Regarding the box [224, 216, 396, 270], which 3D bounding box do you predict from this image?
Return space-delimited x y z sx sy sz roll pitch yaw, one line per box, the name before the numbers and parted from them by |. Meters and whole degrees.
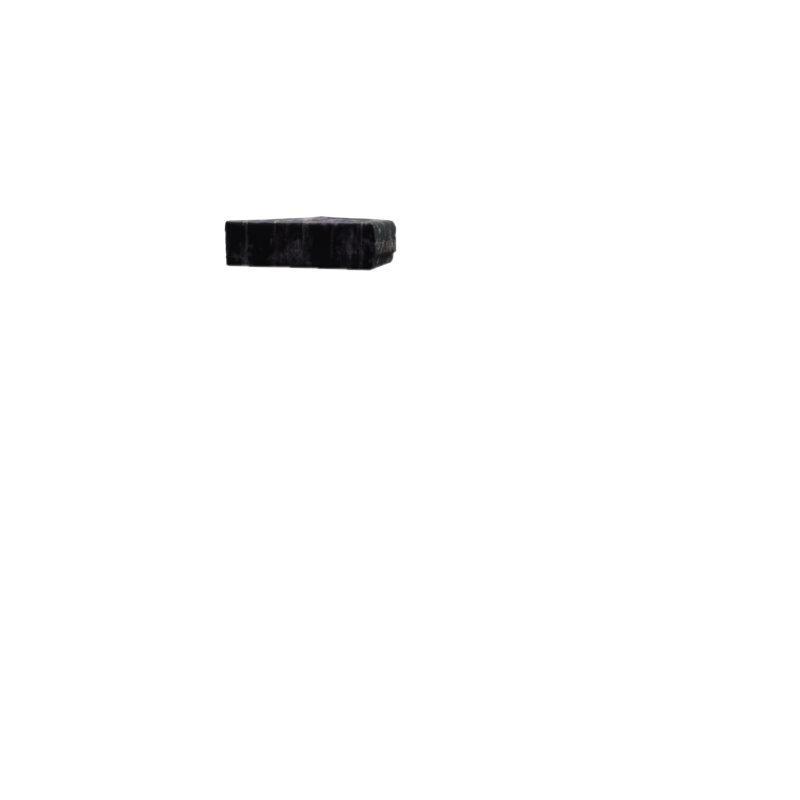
box | -0.052 -0.095 0.666 0.091 0.030 0.073 2 9 13
